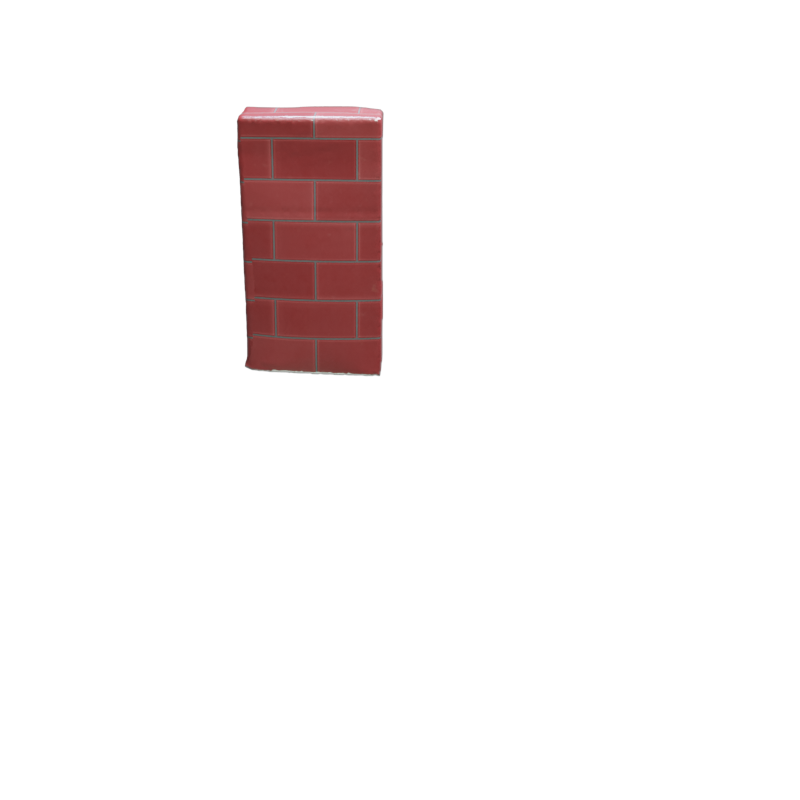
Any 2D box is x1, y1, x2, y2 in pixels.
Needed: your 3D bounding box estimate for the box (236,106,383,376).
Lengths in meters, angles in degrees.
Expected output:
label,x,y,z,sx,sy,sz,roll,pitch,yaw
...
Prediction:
label,x,y,z,sx,sy,sz,roll,pitch,yaw
box,-0.057,-0.105,0.733,0.094,0.169,0.050,2,17,4
